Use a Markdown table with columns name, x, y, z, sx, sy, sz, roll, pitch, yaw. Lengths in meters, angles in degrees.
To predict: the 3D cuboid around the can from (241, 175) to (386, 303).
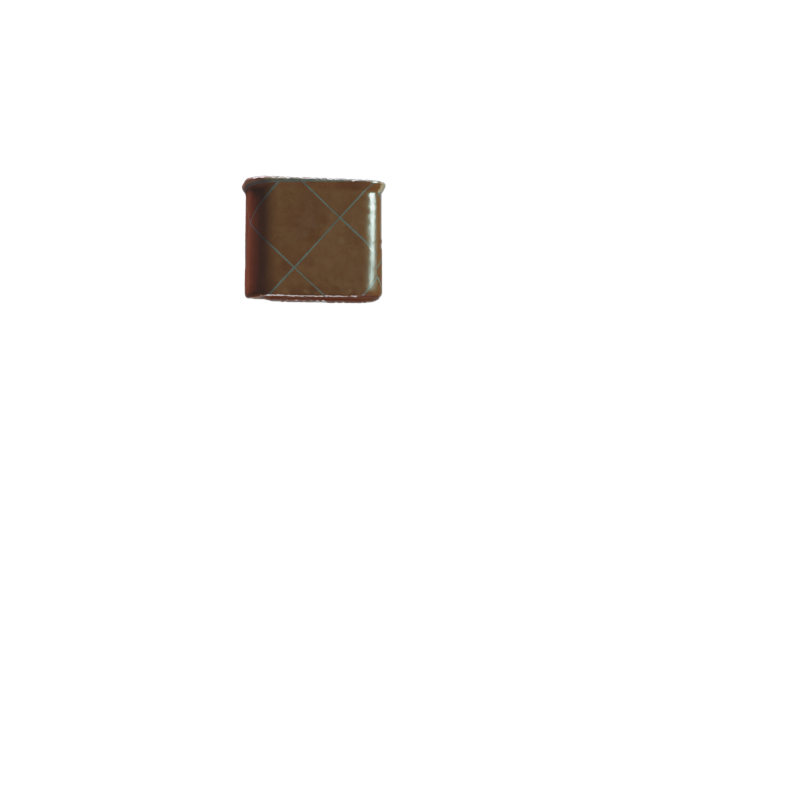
| name | x | y | z | sx | sy | sz | roll | pitch | yaw |
| --- | --- | --- | --- | --- | --- | --- | --- | --- | --- |
| can | -0.062 | -0.114 | 0.795 | 0.100 | 0.085 | 0.057 | 0 | -5 | -12 |
